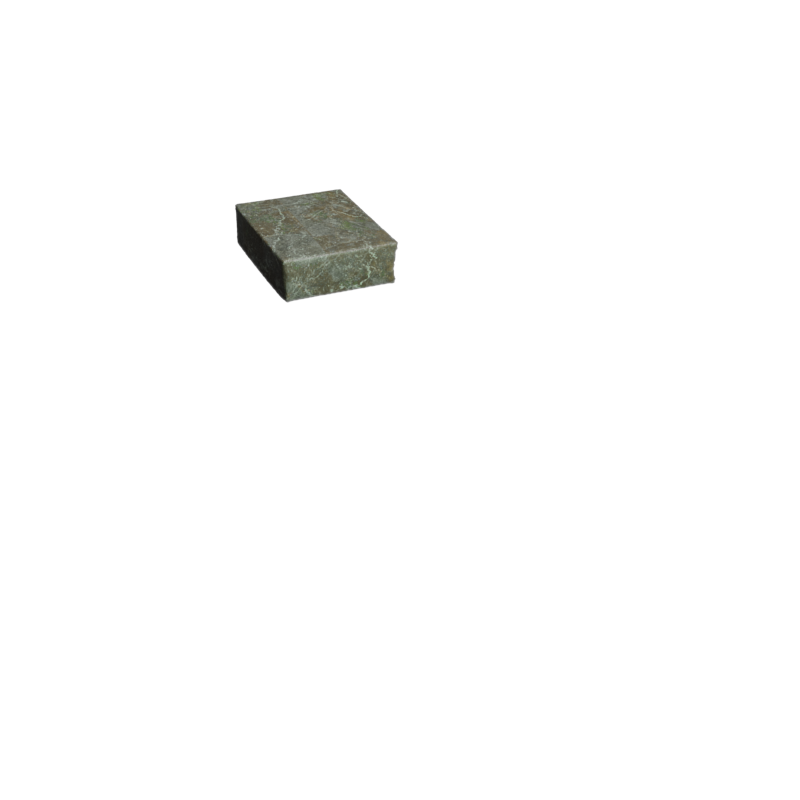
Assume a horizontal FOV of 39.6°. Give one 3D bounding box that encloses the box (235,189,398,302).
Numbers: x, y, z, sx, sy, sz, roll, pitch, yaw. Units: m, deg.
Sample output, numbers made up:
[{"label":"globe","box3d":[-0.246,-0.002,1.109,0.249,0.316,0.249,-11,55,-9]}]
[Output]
[{"label":"box","box3d":[-0.066,-0.119,0.836,0.088,0.037,0.122,-13,35,-20]}]
